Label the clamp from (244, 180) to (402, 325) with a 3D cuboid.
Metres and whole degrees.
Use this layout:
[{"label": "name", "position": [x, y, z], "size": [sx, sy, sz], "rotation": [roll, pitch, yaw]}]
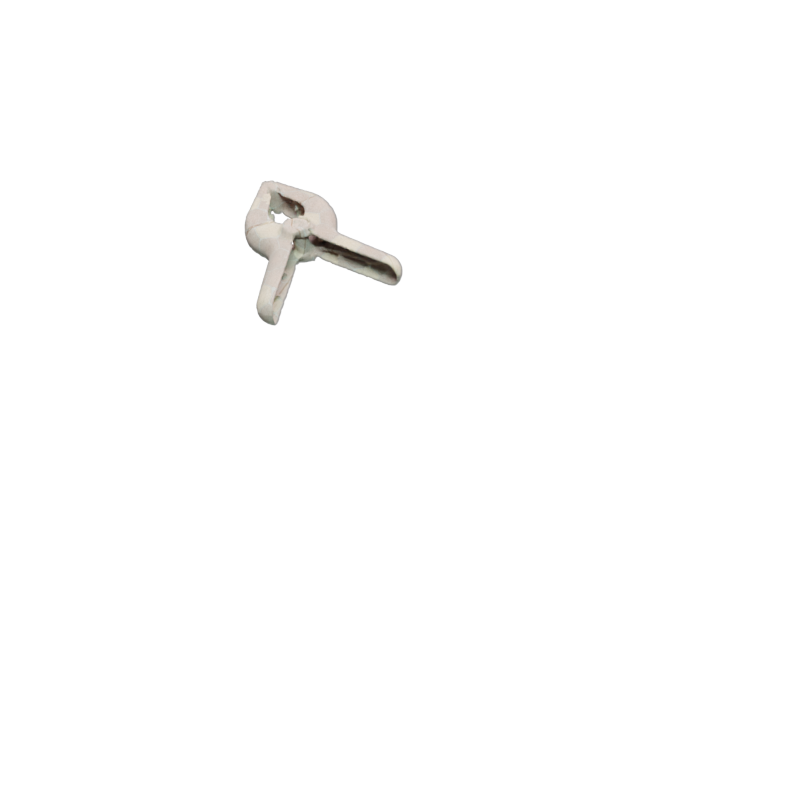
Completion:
[{"label": "clamp", "position": [-0.072, -0.132, 0.926], "size": [0.119, 0.037, 0.186], "rotation": [-9, 44, -10]}]
